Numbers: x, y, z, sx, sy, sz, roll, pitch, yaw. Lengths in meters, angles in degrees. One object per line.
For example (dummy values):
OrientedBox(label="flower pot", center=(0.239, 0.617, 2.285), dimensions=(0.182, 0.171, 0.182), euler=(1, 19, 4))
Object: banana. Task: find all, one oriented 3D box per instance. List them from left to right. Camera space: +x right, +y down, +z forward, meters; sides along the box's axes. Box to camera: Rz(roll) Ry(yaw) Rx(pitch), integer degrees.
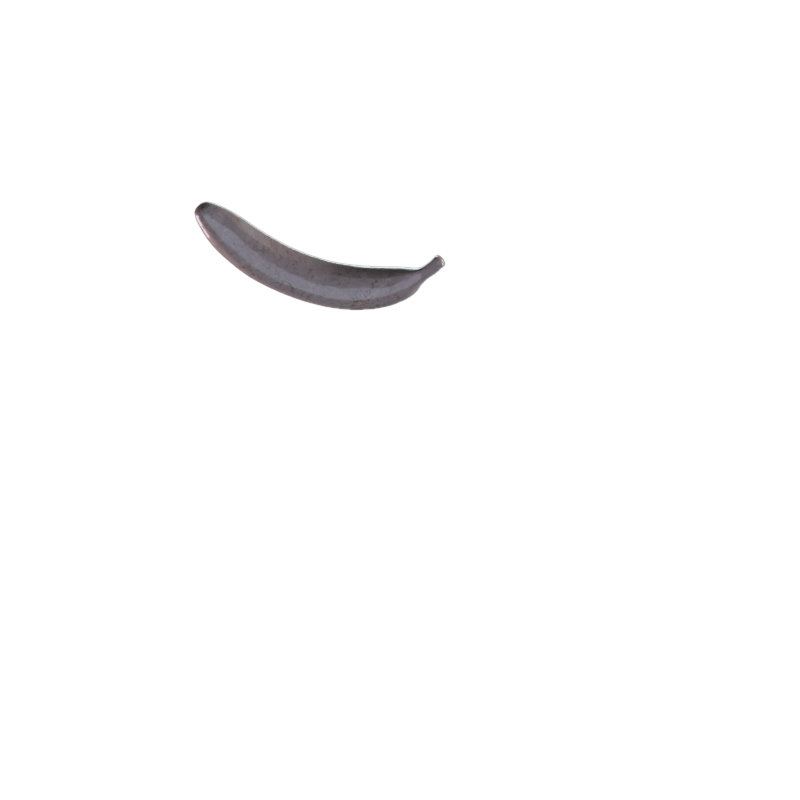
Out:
OrientedBox(label="banana", center=(-0.069, -0.108, 0.876), dimensions=(0.196, 0.066, 0.039), euler=(11, 27, -6))
